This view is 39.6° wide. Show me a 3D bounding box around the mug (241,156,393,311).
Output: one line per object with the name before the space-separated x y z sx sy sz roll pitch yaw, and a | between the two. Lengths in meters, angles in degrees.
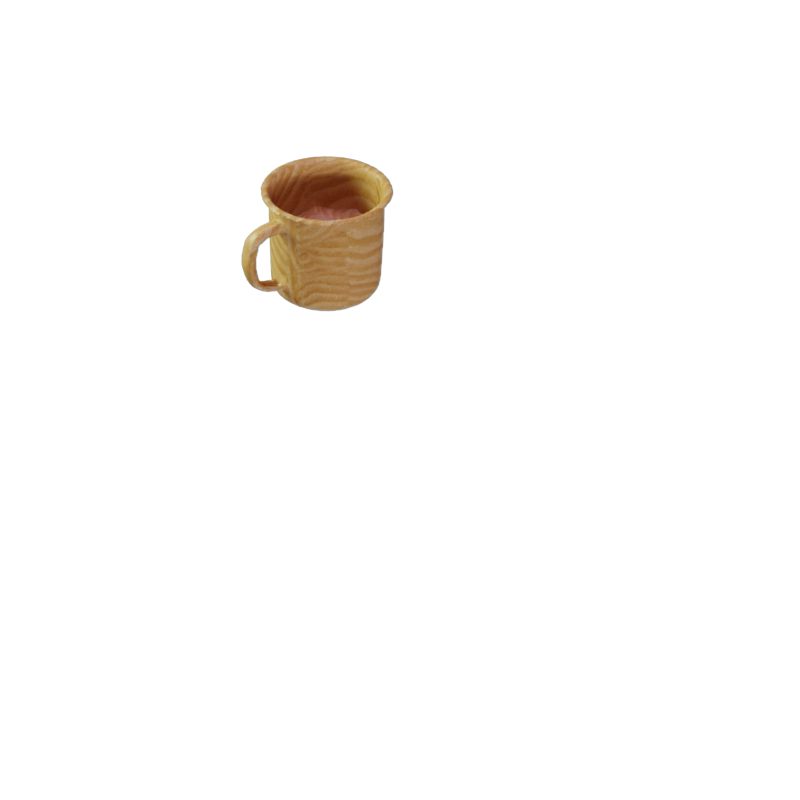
mug | -0.062 -0.113 0.794 0.117 0.076 0.100 -28 46 -32
